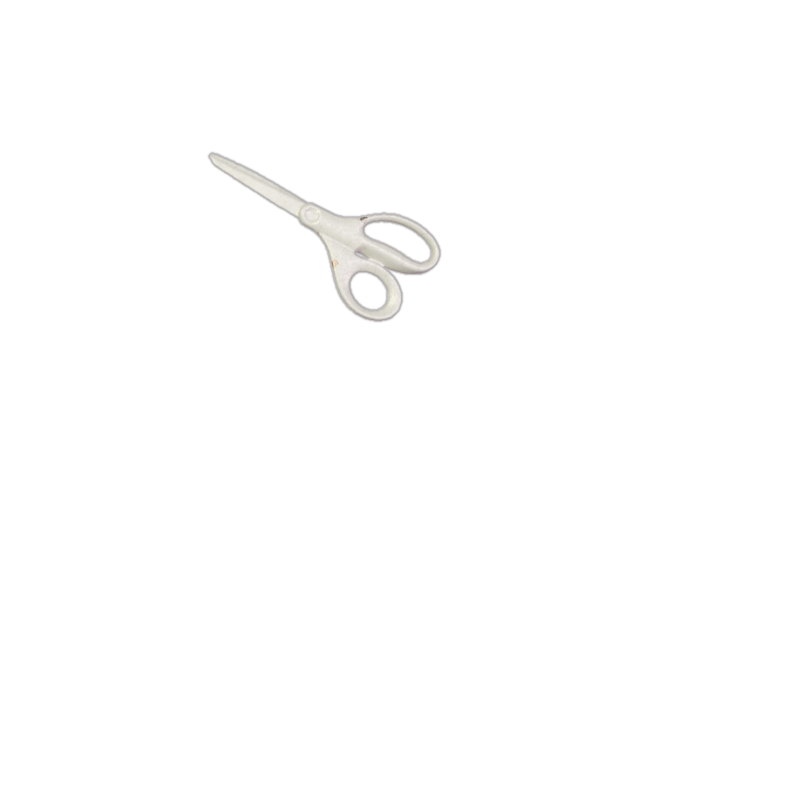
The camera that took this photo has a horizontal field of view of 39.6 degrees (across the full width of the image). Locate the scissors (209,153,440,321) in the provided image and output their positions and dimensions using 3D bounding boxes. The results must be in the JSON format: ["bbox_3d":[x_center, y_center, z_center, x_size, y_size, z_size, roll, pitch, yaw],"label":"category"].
[{"bbox_3d":[-0.070,-0.127,0.892,0.203,0.098,0.015,16,-10,3],"label":"scissors"}]
